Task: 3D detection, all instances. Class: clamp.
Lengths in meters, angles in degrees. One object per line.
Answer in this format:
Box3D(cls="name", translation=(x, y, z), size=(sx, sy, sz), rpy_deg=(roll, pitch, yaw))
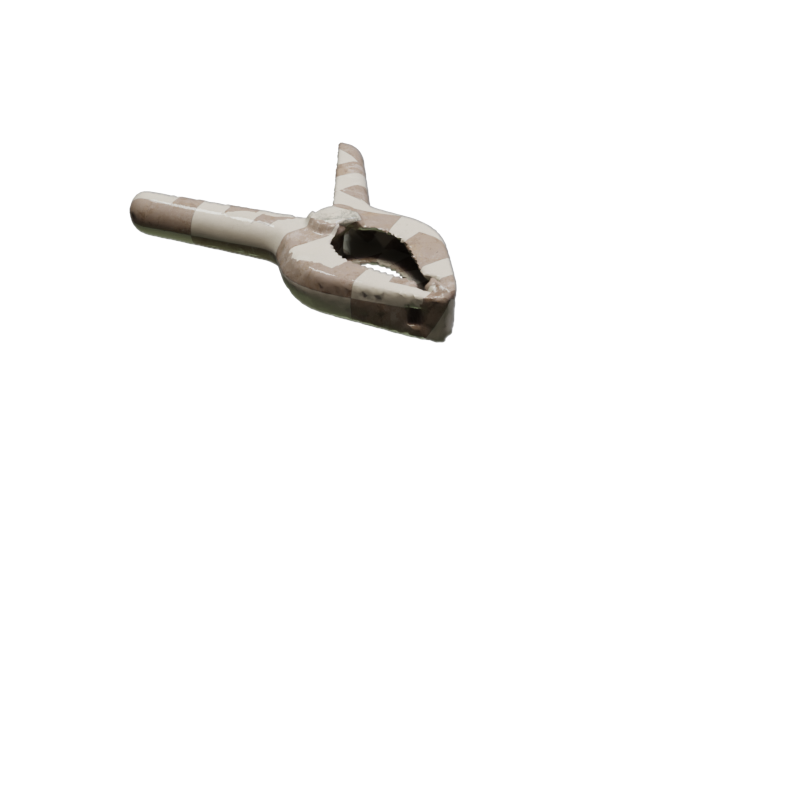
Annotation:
Box3D(cls="clamp", translation=(-0.049, -0.090, 0.631), size=(0.162, 0.034, 0.227), rpy_deg=(-17, 37, -24))
